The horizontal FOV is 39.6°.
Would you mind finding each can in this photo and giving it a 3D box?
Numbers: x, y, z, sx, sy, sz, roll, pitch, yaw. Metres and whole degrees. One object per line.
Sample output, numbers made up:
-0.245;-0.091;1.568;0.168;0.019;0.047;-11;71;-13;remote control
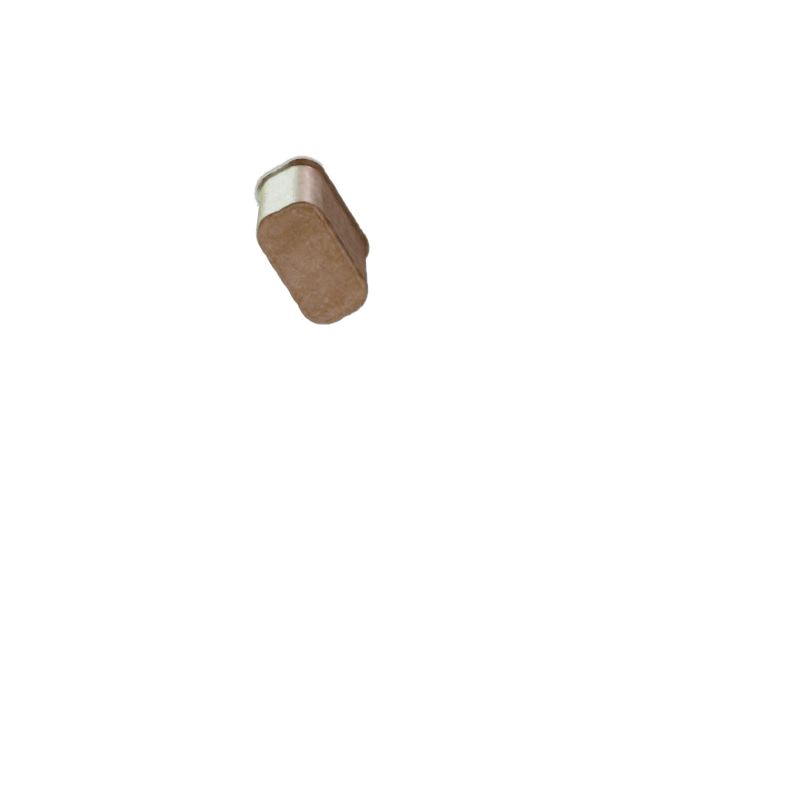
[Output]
-0.064;-0.116;0.815;0.057;0.096;0.089;-28;25;12;can
